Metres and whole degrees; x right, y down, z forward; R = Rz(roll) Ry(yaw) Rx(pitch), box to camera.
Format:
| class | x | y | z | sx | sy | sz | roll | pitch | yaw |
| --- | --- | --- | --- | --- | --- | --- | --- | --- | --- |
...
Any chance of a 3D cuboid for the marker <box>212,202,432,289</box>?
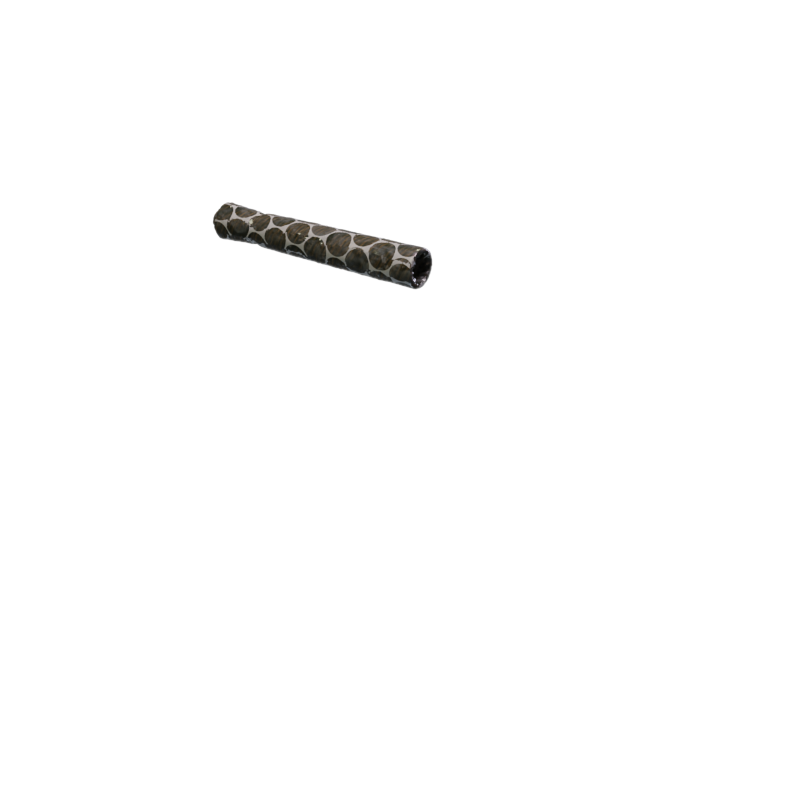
| class | x | y | z | sx | sy | sz | roll | pitch | yaw |
| --- | --- | --- | --- | --- | --- | --- | --- | --- | --- |
| marker | -0.041 | -0.074 | 0.521 | 0.128 | 0.019 | 0.019 | 19 | 14 | 34 |
